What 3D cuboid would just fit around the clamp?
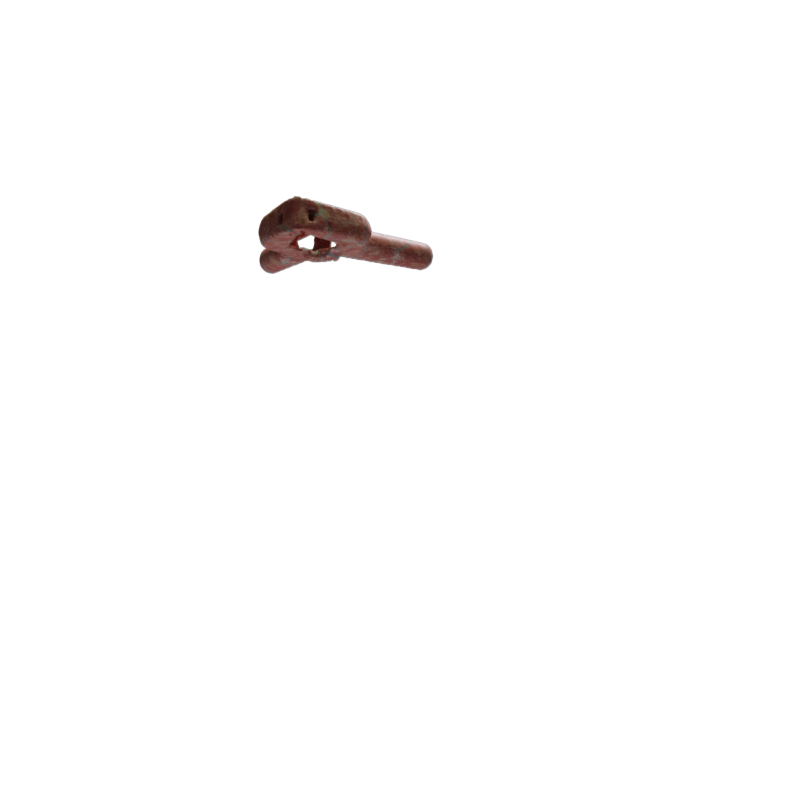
[{"bbox_3d":[-0.075,-0.138,0.963,0.168,0.037,0.201,-1,-4,18],"label":"clamp"}]
